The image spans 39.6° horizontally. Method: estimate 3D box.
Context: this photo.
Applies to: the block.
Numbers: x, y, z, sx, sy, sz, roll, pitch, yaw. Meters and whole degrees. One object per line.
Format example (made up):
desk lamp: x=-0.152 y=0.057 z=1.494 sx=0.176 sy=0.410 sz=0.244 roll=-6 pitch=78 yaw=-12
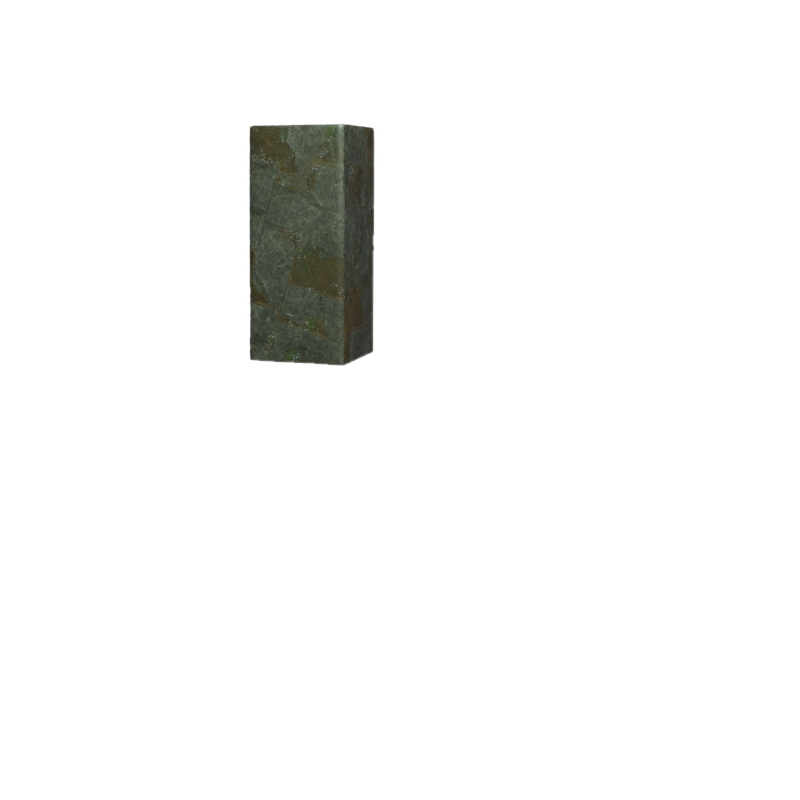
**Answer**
block: x=-0.077 y=-0.142 z=0.993 sx=0.092 sy=0.204 sz=0.089 roll=2 pitch=5 yaw=18
